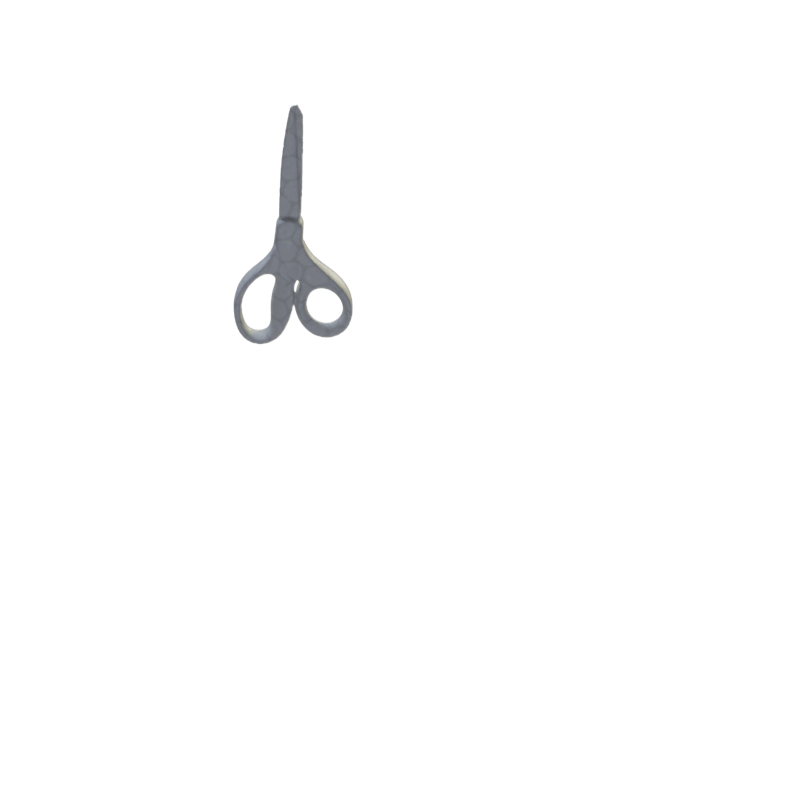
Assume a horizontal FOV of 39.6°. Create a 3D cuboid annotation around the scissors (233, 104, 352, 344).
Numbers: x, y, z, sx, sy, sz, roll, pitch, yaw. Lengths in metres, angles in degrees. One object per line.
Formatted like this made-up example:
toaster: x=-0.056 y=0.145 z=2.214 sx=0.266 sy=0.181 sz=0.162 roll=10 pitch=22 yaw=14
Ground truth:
scissors: x=-0.061 y=-0.111 z=0.778 sx=0.094 sy=0.193 sz=0.017 roll=16 pitch=39 yaw=-14
